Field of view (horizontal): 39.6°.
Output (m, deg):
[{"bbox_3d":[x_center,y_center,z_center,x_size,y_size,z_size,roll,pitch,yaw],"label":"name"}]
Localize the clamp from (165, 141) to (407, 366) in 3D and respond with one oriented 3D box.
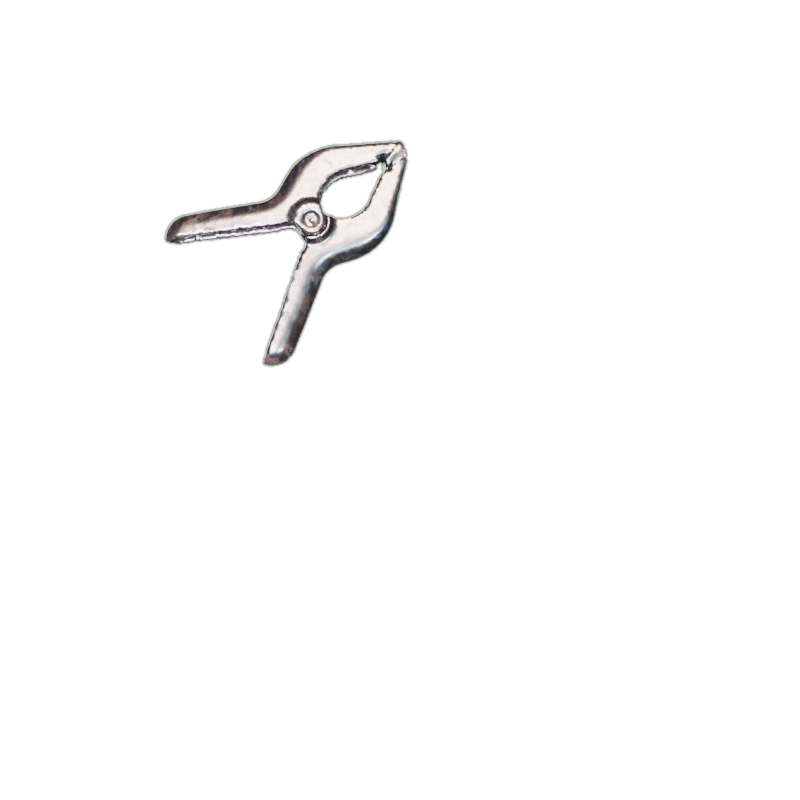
[{"bbox_3d":[-0.059,-0.107,0.749,0.171,0.121,0.039,-31,-2,-2],"label":"clamp"}]
